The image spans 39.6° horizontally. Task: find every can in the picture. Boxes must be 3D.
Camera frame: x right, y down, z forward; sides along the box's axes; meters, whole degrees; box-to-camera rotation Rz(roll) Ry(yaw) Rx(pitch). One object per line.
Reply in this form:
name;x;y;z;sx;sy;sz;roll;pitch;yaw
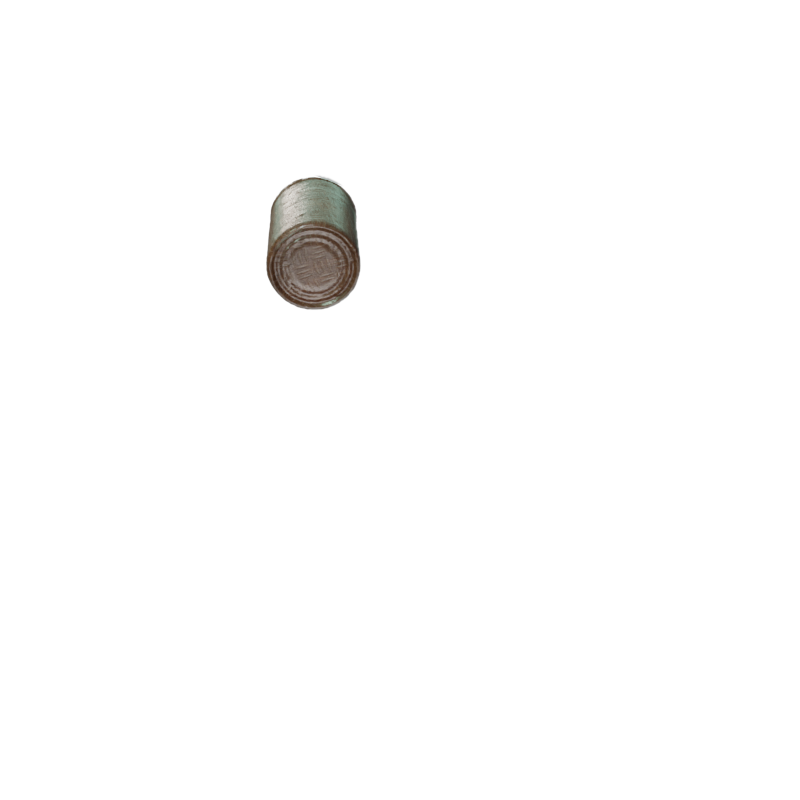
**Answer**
can;-0.064;-0.118;0.823;0.068;0.065;0.108;0;27;-3
